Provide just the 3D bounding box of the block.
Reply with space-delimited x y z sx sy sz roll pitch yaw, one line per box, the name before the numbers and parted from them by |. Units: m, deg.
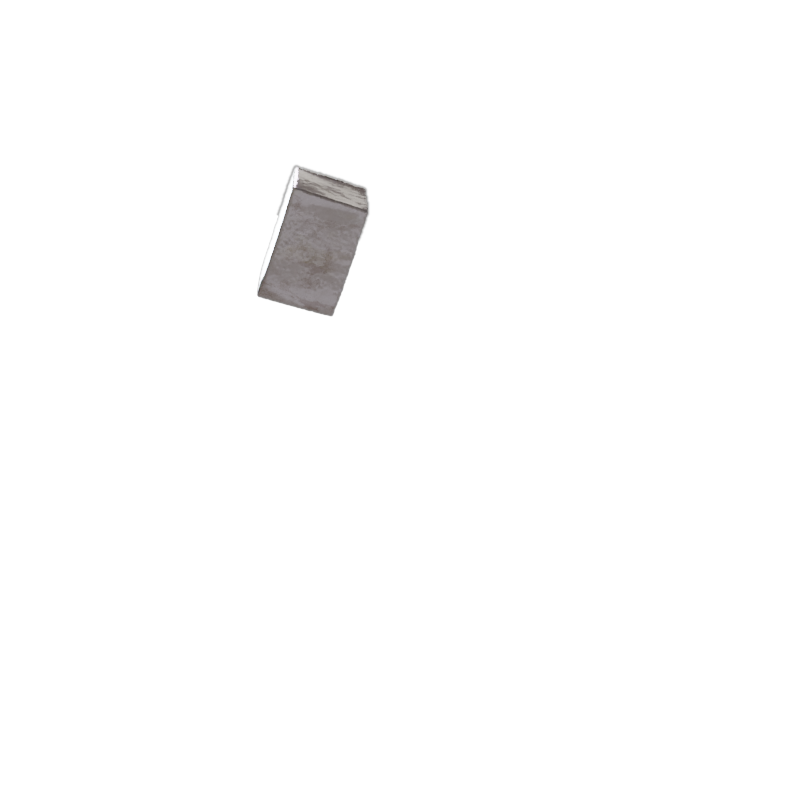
block | -0.057 -0.104 0.726 0.052 0.075 0.054 18 20 -9
